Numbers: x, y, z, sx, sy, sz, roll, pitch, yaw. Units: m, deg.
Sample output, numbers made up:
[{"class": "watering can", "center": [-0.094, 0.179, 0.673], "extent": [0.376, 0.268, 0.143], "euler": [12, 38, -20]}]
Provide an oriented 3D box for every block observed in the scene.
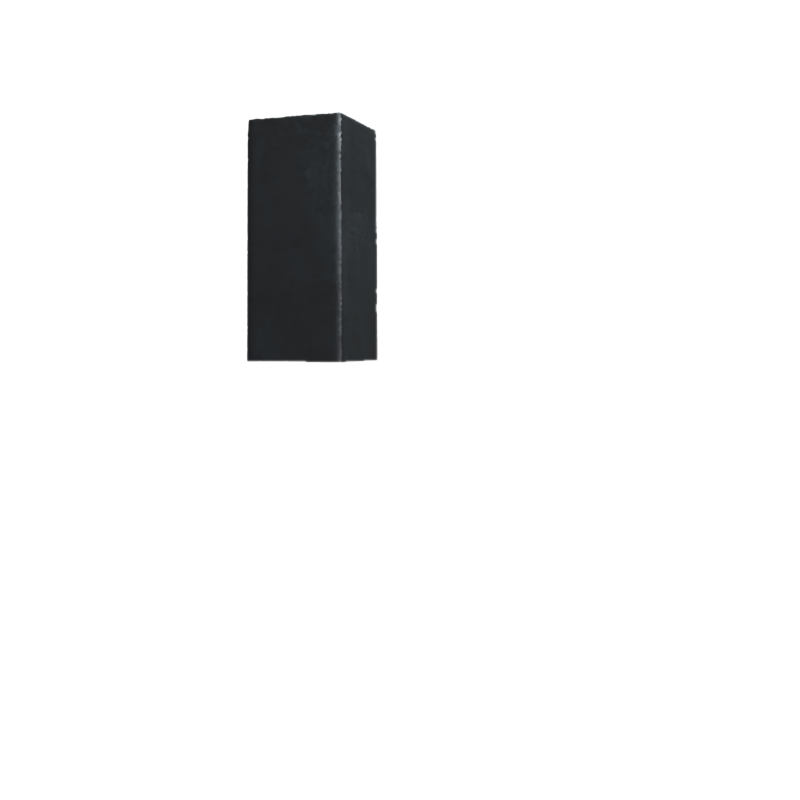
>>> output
[{"class": "block", "center": [-0.076, -0.138, 0.964], "extent": [0.092, 0.208, 0.088], "euler": [-2, -4, 20]}]
